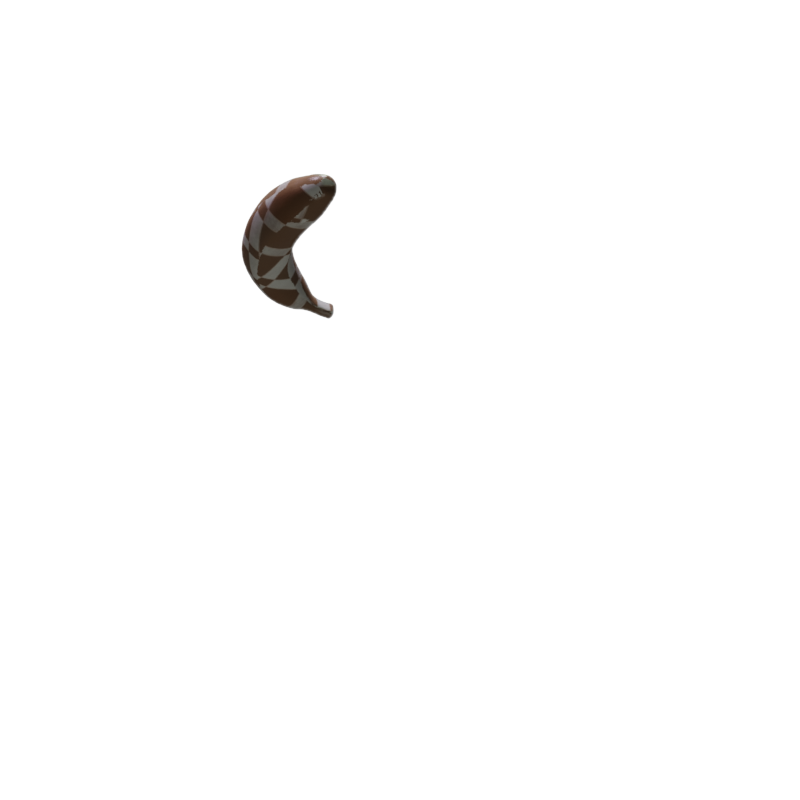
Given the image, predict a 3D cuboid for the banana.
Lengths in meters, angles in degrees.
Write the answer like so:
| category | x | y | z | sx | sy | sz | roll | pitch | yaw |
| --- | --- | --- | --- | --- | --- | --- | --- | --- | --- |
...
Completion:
| category | x | y | z | sx | sy | sz | roll | pitch | yaw |
| --- | --- | --- | --- | --- | --- | --- | --- | --- | --- |
| banana | -0.082 | -0.114 | 0.811 | 0.069 | 0.039 | 0.188 | 1 | -21 | -3 |
